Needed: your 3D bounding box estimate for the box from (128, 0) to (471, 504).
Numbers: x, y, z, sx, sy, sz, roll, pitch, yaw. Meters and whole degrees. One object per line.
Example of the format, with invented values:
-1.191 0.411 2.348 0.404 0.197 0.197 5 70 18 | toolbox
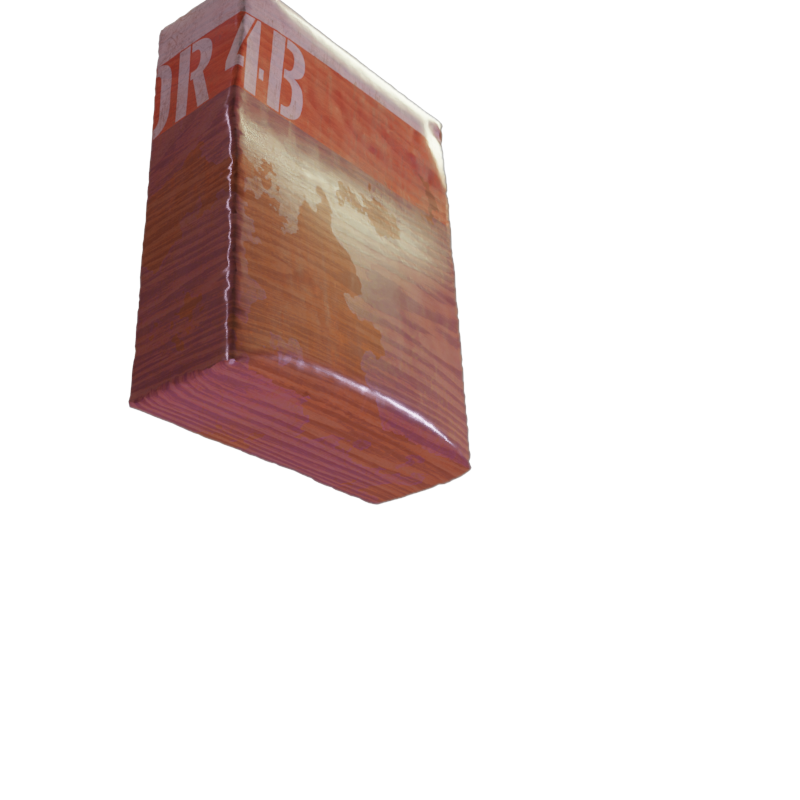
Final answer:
-0.042 -0.077 0.541 0.072 0.228 0.153 -25 -37 34 | box
